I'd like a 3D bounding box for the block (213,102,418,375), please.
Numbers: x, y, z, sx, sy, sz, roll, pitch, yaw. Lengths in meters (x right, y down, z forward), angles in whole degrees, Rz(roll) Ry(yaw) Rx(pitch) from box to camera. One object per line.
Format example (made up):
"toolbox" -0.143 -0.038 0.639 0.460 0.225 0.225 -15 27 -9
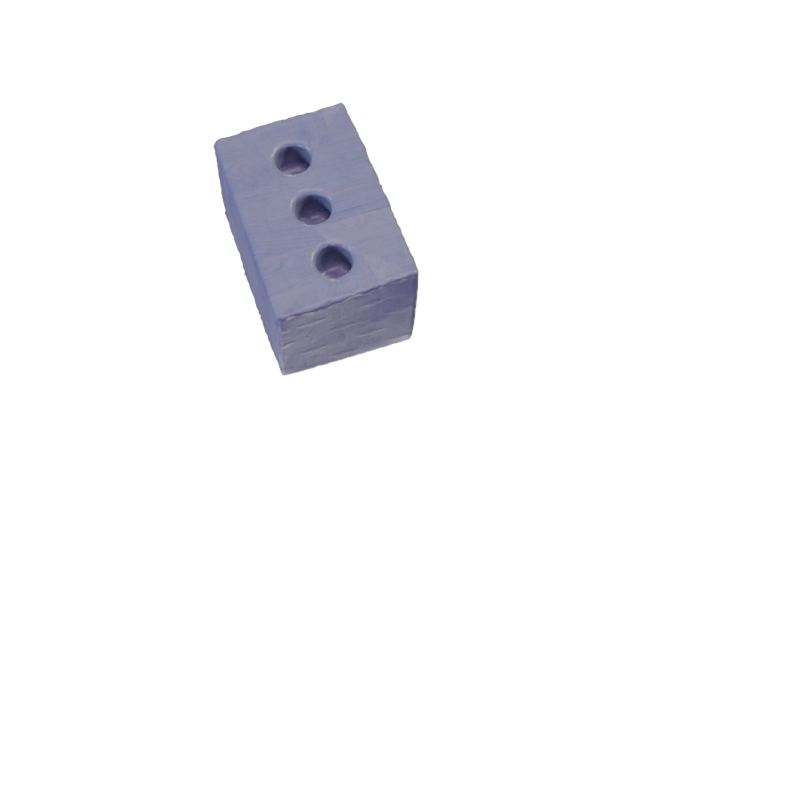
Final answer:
"block" -0.032 -0.058 0.409 0.052 0.083 0.048 -18 -24 -10
